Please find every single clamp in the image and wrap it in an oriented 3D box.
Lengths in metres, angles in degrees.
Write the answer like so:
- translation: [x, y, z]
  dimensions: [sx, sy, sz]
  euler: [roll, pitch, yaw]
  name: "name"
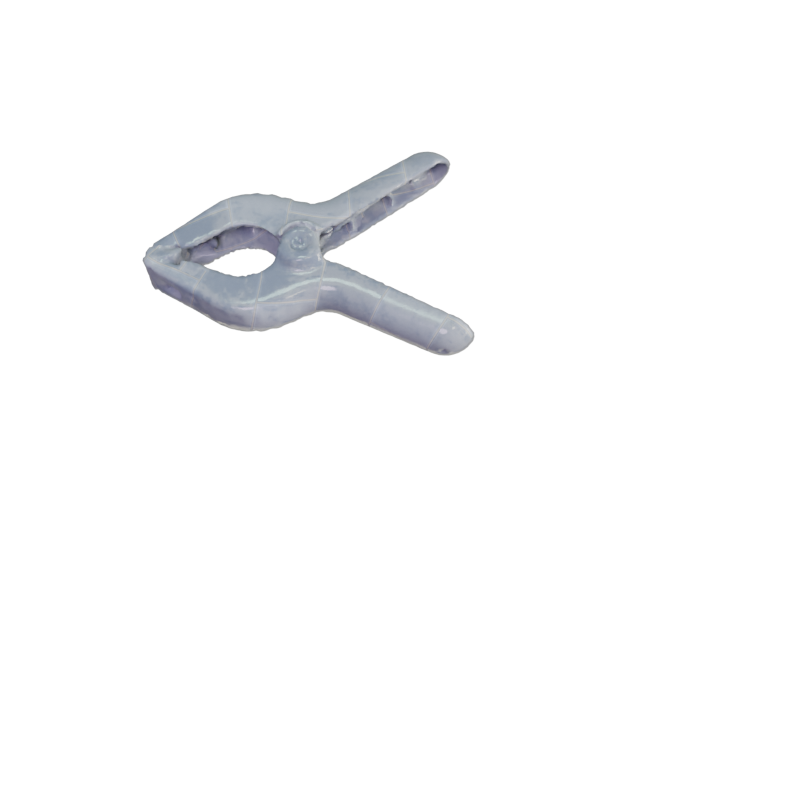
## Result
- translation: [-0.046, -0.084, 0.586]
  dimensions: [0.172, 0.128, 0.037]
  euler: [4, -36, 3]
  name: "clamp"
